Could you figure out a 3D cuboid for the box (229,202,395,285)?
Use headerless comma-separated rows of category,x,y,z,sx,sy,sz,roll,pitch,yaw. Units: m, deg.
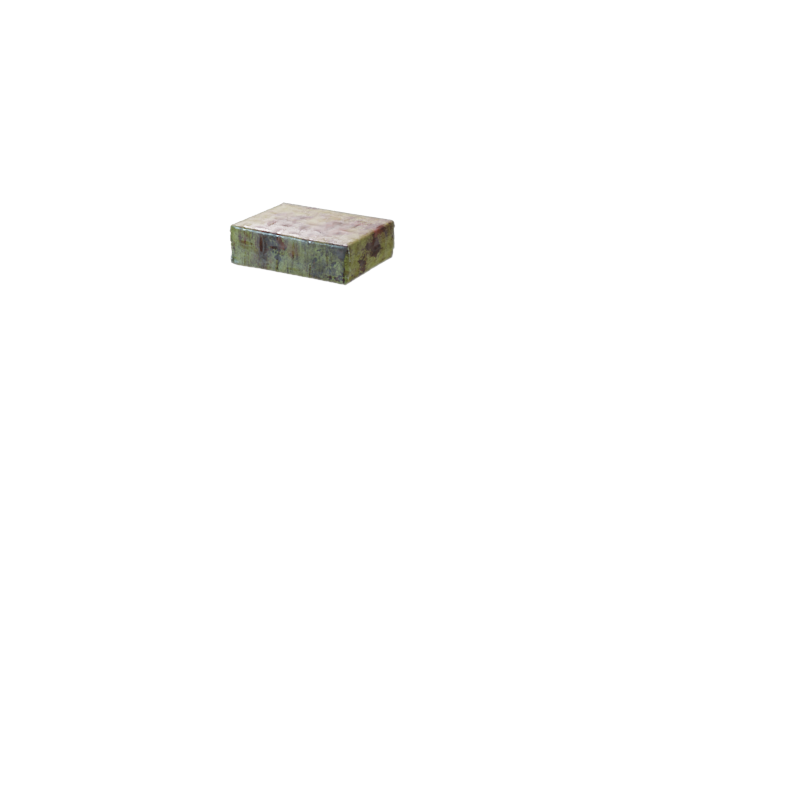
box,-0.073,-0.133,0.933,0.118,0.037,0.090,11,24,25
